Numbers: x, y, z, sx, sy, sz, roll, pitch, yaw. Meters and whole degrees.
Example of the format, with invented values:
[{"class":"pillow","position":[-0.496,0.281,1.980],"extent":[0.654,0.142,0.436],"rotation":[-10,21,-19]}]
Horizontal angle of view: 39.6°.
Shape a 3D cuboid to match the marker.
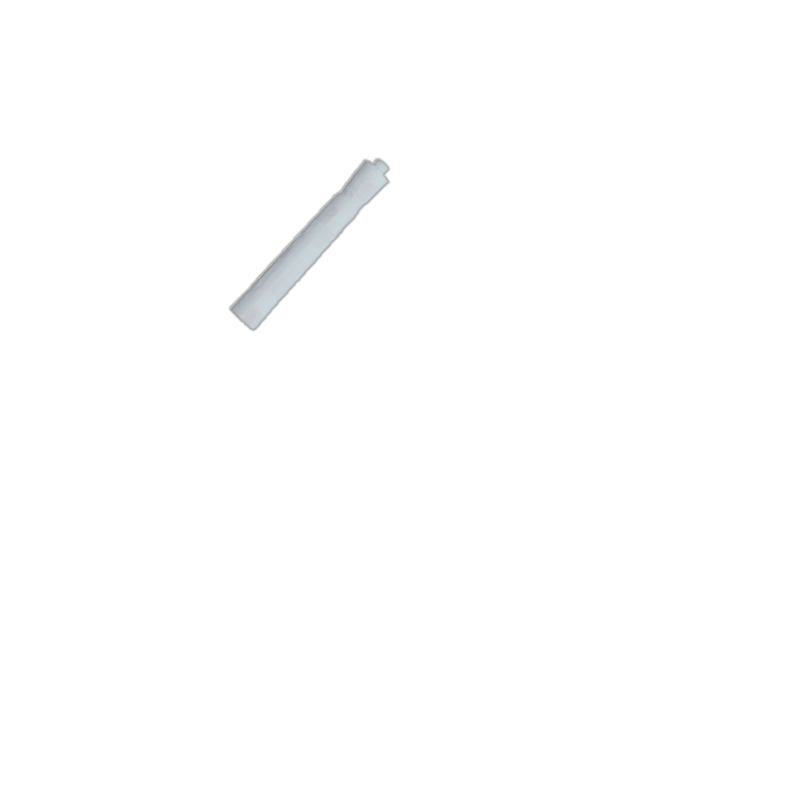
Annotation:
[{"class":"marker","position":[-0.049,-0.090,0.632],"extent":[0.020,0.121,0.020],"rotation":[42,-4,-1]}]
